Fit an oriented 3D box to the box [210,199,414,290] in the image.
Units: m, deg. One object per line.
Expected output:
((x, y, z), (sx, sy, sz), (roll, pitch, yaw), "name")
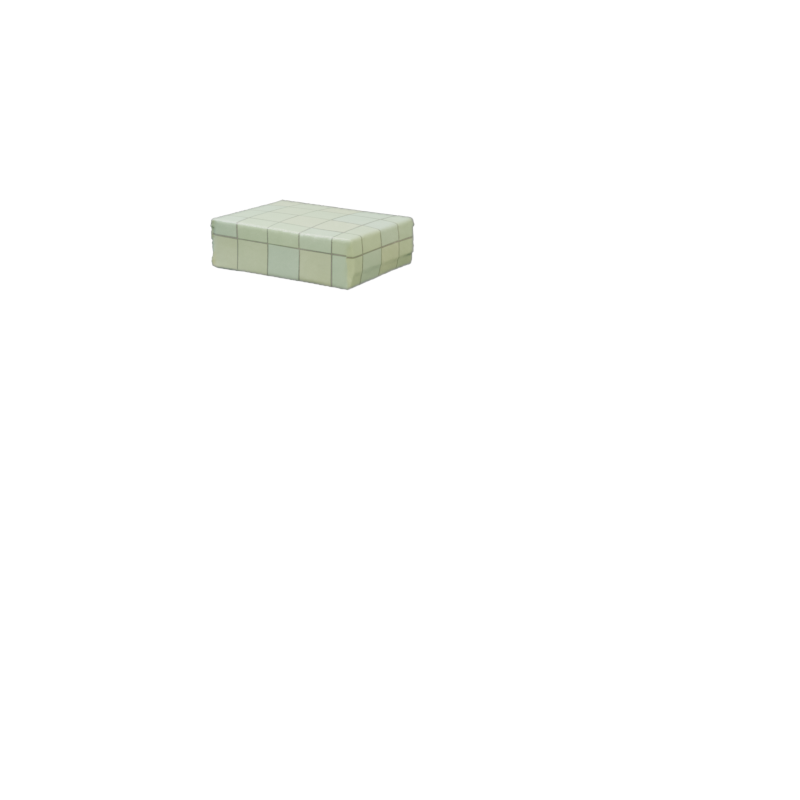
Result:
((-0.060, -0.109, 0.762), (0.118, 0.038, 0.089), (10, 20, 28), "box")
